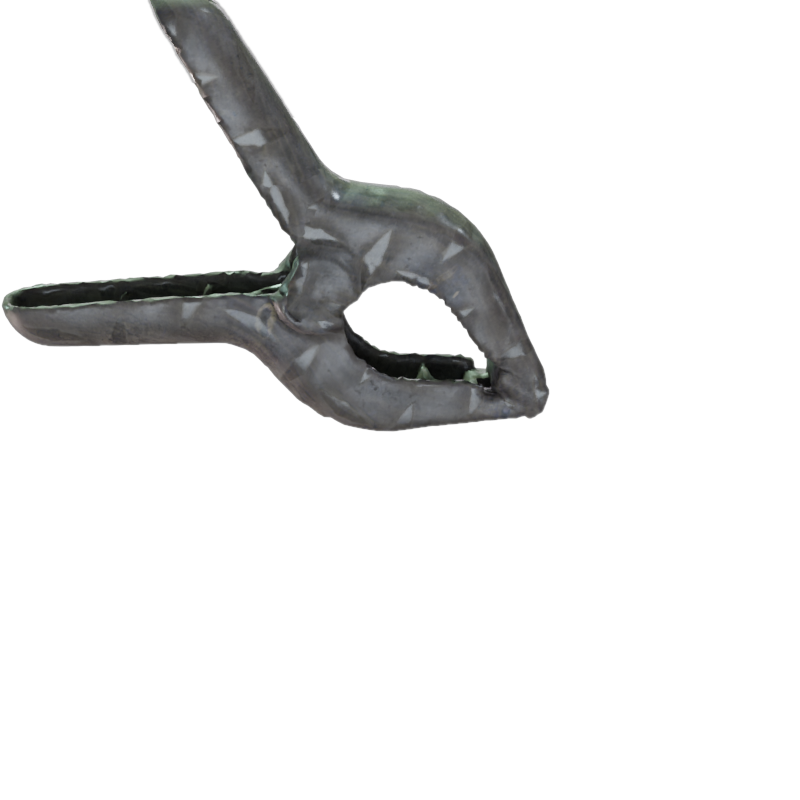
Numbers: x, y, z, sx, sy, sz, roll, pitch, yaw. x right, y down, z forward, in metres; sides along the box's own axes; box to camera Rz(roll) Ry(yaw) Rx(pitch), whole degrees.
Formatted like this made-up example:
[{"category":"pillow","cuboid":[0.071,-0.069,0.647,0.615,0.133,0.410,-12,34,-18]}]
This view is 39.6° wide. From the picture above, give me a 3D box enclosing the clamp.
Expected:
[{"category":"clamp","cuboid":[-0.027,-0.049,0.344,0.168,0.116,0.041,18,24,-9]}]
